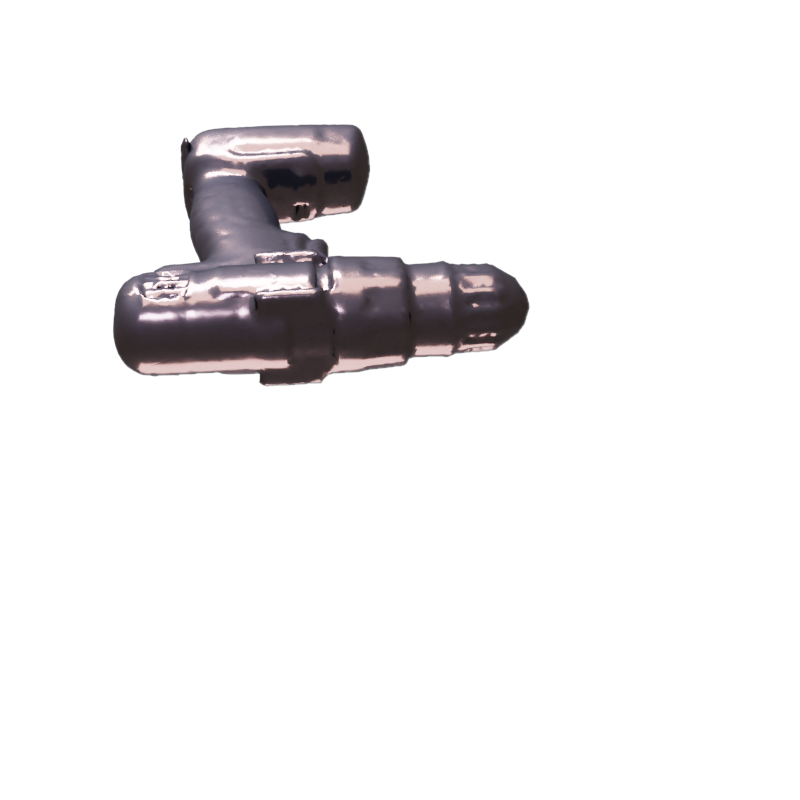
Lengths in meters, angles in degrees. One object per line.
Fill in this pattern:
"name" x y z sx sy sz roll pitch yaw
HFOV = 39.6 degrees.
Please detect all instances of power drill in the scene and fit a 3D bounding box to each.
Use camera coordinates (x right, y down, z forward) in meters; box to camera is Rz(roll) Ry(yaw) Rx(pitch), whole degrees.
"power drill" -0.043 -0.079 0.554 0.183 0.054 0.200 -3 33 -5
